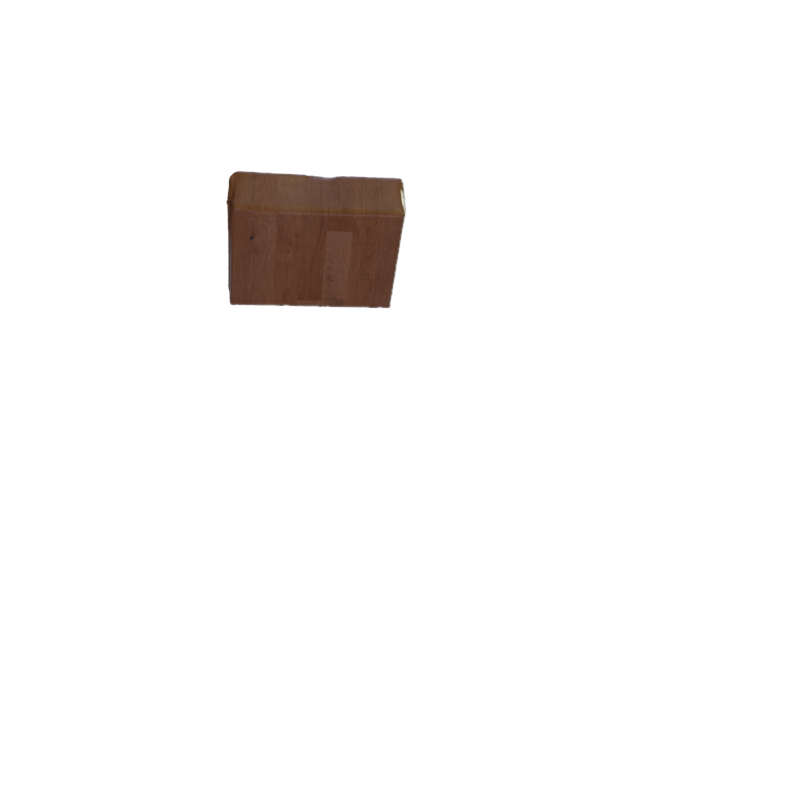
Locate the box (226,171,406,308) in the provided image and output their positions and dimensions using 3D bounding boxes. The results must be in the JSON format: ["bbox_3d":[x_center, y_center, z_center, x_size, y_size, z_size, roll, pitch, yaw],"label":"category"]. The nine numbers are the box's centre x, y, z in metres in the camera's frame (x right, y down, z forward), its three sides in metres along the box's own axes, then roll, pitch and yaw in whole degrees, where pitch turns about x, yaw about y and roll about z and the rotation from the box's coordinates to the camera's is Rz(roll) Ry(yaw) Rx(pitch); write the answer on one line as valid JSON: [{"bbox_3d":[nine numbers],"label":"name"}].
[{"bbox_3d":[-0.045,-0.082,0.577,0.089,0.032,0.068,2,-40,-3],"label":"box"}]
